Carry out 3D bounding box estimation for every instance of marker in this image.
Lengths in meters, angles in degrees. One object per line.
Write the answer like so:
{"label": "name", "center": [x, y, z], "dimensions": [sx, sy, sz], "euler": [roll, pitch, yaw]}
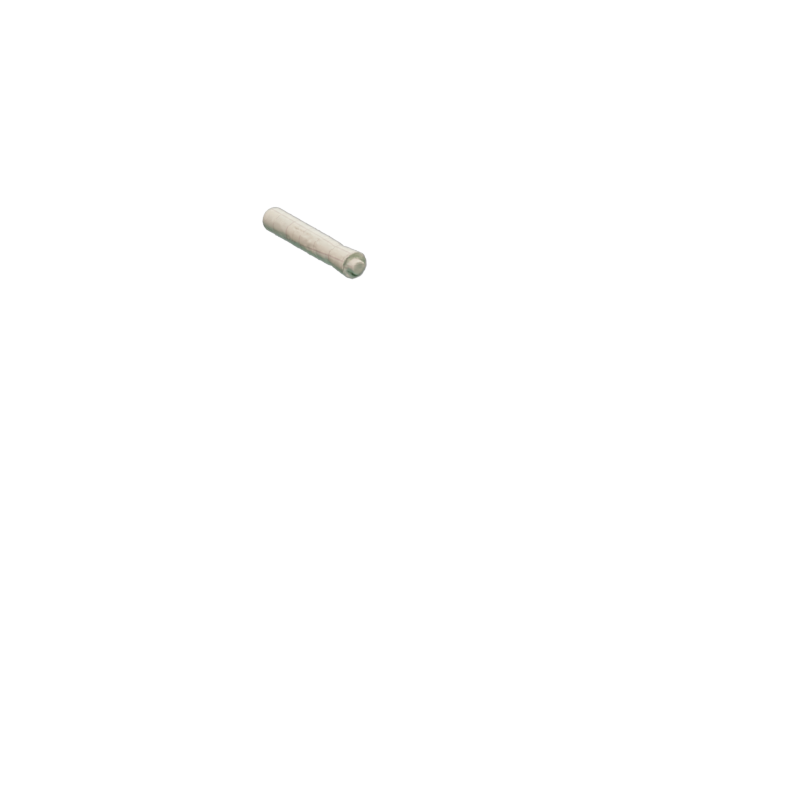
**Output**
{"label": "marker", "center": [-0.060, -0.109, 0.762], "dimensions": [0.019, 0.019, 0.129], "euler": [-3, 23, -33]}
